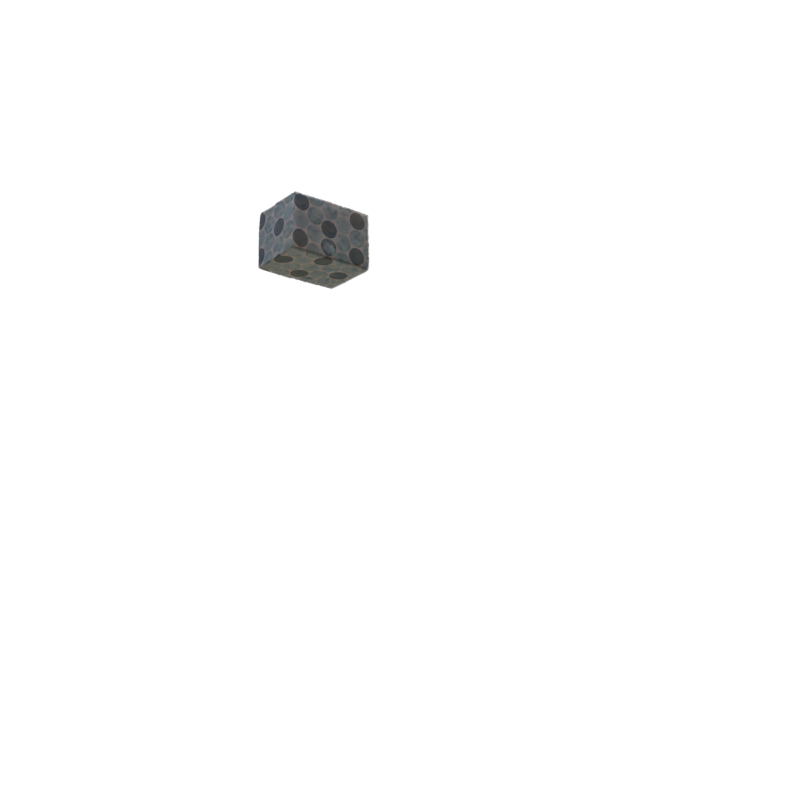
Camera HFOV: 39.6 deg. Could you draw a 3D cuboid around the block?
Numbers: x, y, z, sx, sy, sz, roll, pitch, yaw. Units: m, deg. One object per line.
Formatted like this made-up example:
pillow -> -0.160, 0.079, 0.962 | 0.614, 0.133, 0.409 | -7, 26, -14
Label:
block -> -0.071, -0.130, 0.910 | 0.074, 0.054, 0.053 | 14, -25, -35
